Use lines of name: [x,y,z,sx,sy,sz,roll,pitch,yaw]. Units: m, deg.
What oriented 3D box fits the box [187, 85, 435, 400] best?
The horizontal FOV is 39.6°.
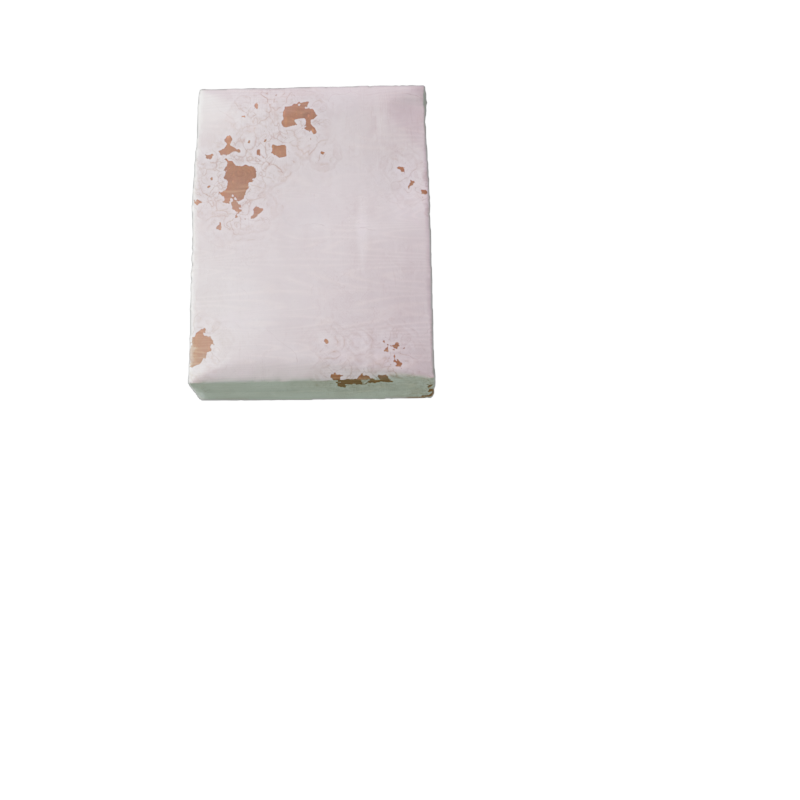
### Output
box: [-0.060,-0.110,0.771,0.164,0.222,0.069,-1,-16,1]
